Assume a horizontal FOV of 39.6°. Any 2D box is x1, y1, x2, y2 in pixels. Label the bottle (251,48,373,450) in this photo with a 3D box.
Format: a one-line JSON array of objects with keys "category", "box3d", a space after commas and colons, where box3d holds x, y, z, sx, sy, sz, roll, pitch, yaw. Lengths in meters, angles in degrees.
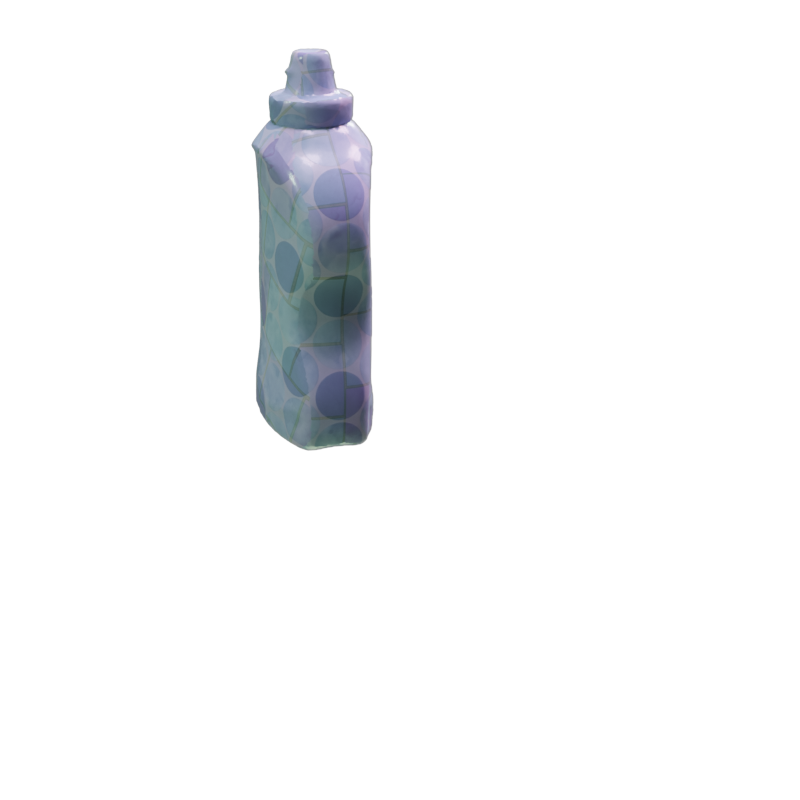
[{"category": "bottle", "box3d": [-0.044, -0.080, 0.558, 0.057, 0.183, 0.102, -4, 21, -15]}]
